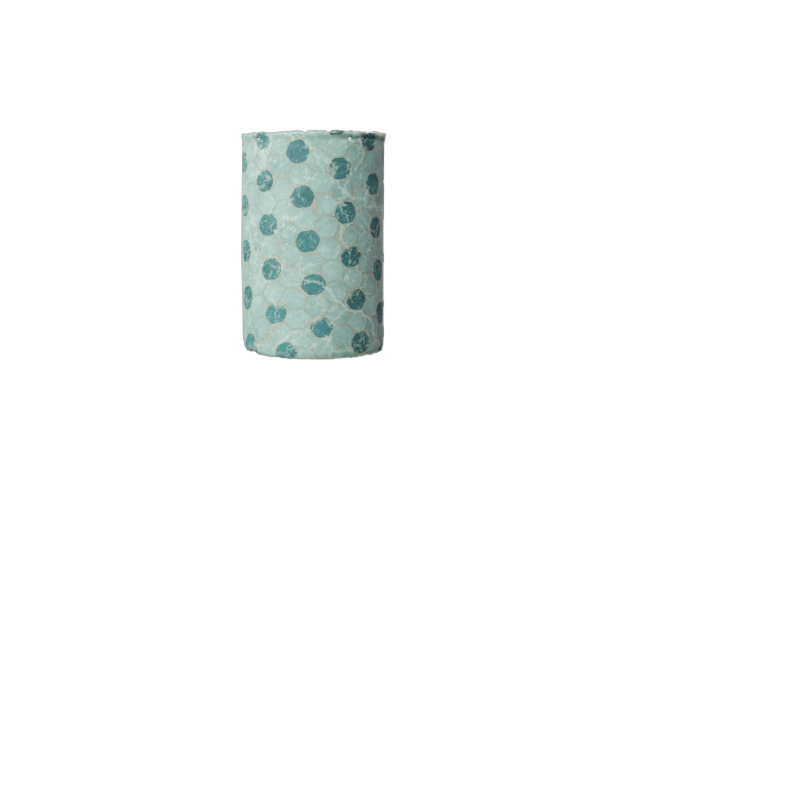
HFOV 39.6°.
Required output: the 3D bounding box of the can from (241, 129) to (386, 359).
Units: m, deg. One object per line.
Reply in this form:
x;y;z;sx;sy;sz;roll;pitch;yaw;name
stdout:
-0.041;-0.075;0.522;0.068;0.101;0.069;0;5;-2;can
